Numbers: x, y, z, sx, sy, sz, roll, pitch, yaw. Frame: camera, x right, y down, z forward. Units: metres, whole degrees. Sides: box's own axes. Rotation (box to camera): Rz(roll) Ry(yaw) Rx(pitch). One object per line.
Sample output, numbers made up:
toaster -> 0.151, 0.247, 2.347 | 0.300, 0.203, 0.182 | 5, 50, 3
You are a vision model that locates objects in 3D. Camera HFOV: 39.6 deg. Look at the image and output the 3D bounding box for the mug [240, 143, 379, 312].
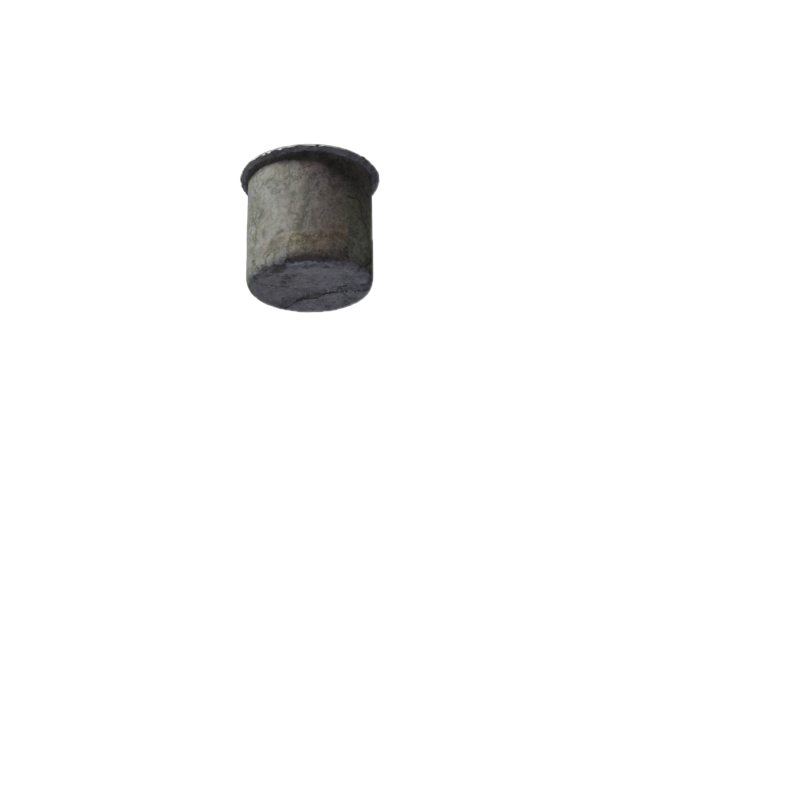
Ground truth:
mug -> -0.057, -0.105, 0.733 | 0.094, 0.086, 0.110 | -4, -22, 7
